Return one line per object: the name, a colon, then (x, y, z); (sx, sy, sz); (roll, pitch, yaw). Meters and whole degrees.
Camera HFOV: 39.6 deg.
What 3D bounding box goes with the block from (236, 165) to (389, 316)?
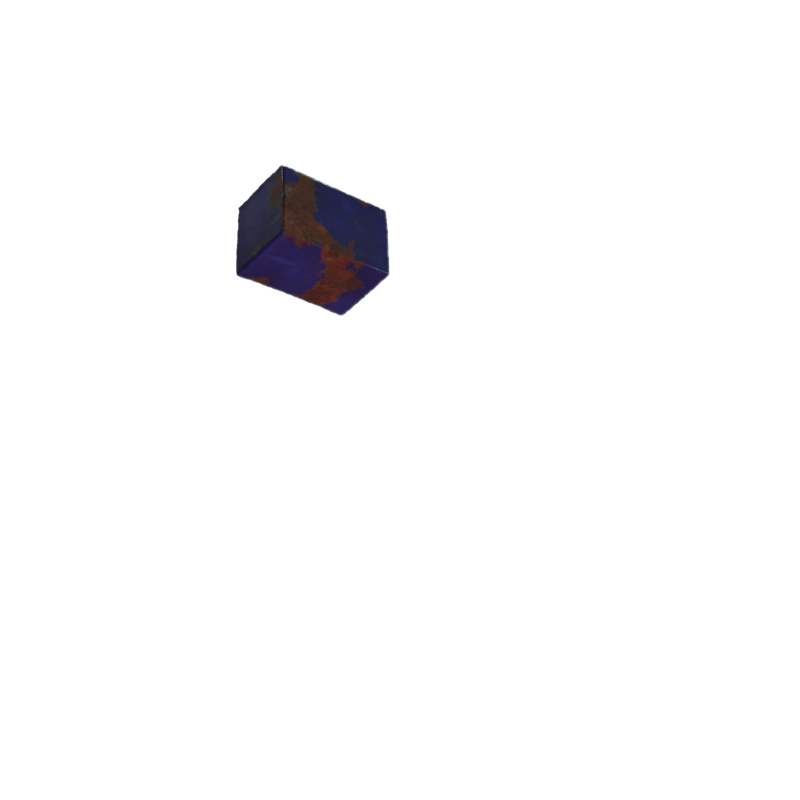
block: (-0.052, -0.095, 0.663); (0.074, 0.055, 0.052); (21, -40, -29)
